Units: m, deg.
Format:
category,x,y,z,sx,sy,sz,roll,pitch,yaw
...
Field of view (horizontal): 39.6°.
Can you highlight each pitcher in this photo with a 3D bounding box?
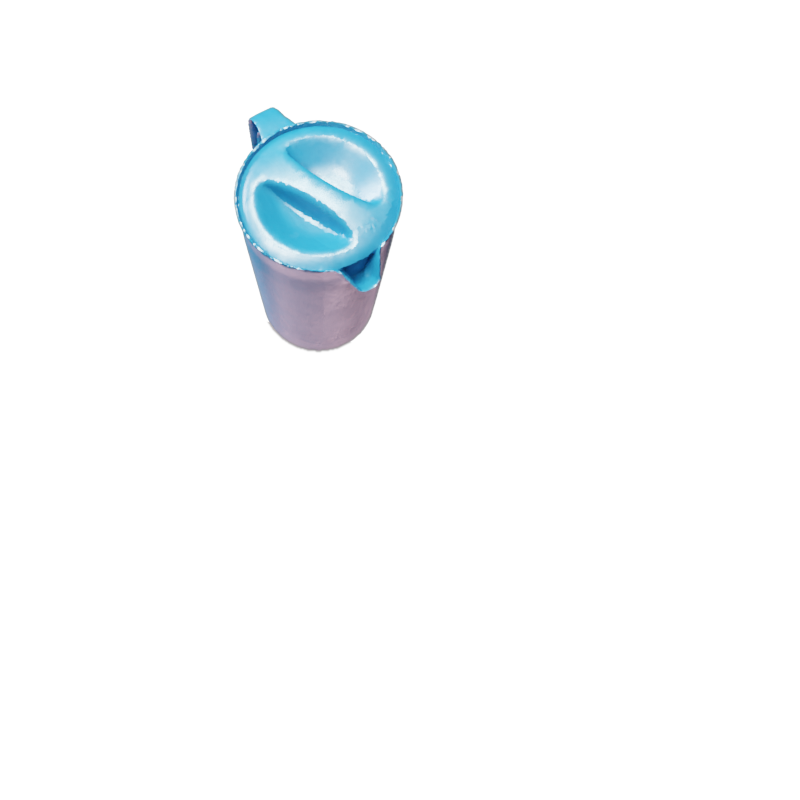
category,x,y,z,sx,sy,sz,roll,pitch,yaw
pitcher,-0.076,-0.139,0.977,0.146,0.155,0.232,14,-19,2
